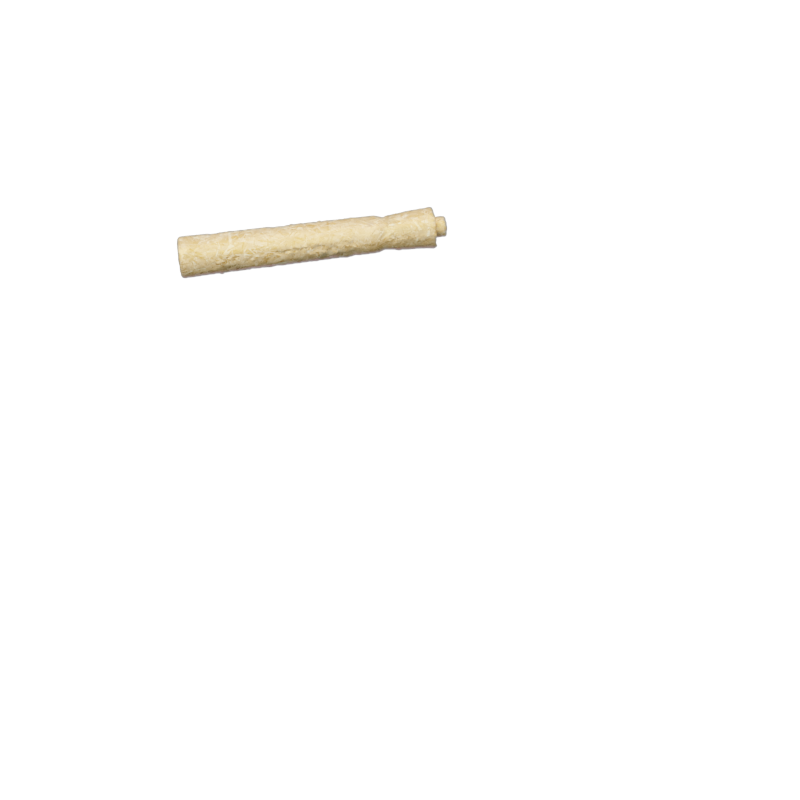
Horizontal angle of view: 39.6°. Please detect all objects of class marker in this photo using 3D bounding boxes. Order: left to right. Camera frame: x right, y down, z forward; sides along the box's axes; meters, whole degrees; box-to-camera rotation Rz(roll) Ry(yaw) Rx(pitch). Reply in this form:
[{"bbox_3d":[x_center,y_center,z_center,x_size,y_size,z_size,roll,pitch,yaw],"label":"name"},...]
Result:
[{"bbox_3d":[-0.039,-0.071,0.499,0.120,0.020,0.020,-7,5,-3],"label":"marker"}]
